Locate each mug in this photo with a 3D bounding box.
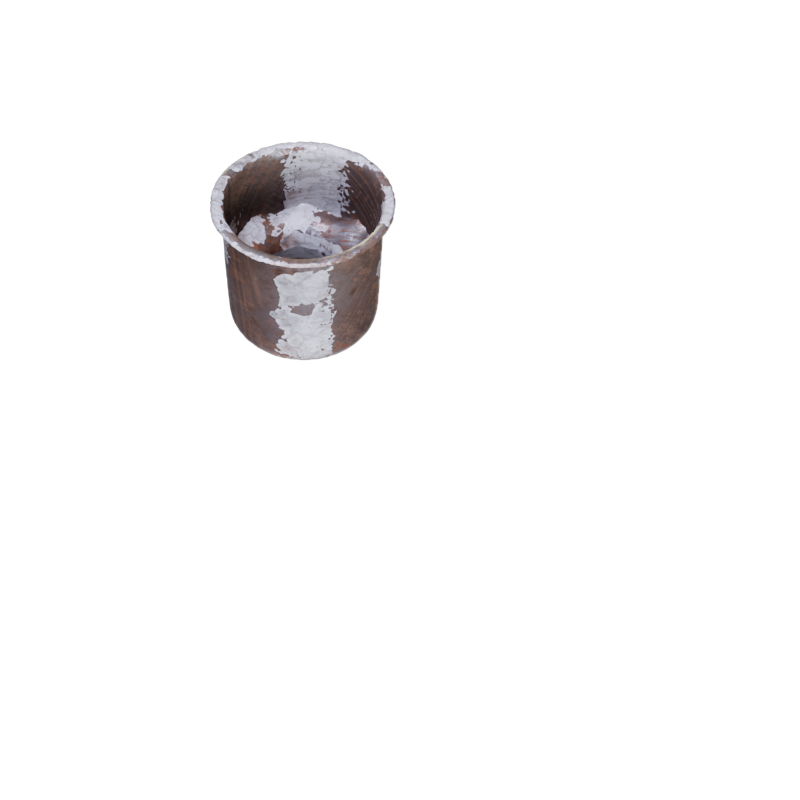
[{"bbox_3d":[-0.046,-0.084,0.590,0.096,0.122,0.076,19,-39,14],"label":"mug"}]
